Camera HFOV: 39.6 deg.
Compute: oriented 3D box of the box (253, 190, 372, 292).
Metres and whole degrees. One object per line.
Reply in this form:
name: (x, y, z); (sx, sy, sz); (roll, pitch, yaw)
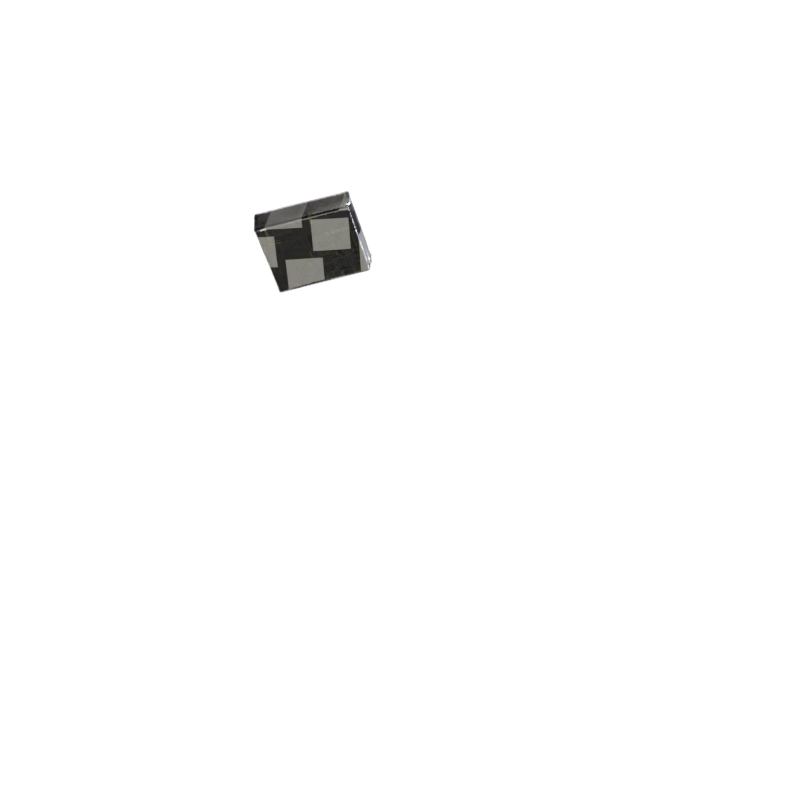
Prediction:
box: (-0.077, -0.141, 0.990); (0.090, 0.068, 0.032); (-13, 37, 10)
